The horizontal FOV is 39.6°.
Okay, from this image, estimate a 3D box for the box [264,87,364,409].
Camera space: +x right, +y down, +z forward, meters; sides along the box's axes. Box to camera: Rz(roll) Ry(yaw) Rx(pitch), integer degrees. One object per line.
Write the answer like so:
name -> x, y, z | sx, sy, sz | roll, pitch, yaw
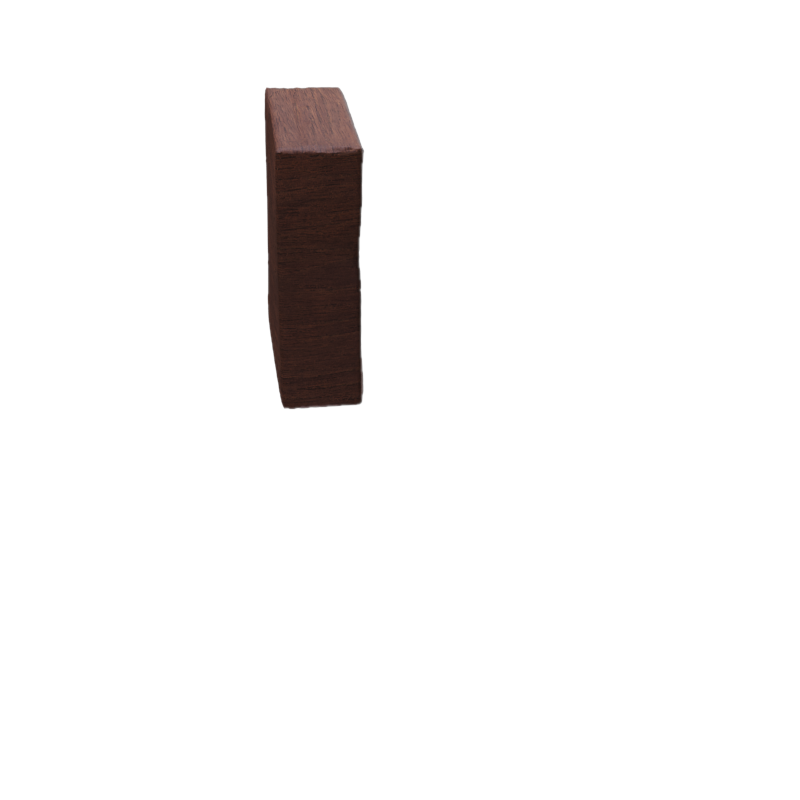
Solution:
box -> -0.070, -0.127, 0.888 | 0.071, 0.202, 0.175 | -2, 27, -8
